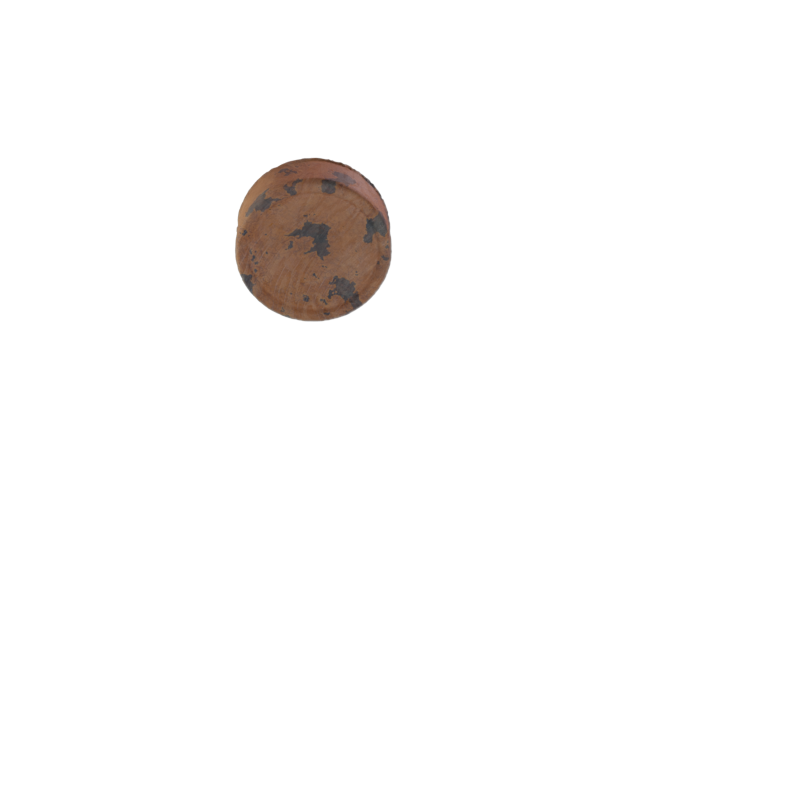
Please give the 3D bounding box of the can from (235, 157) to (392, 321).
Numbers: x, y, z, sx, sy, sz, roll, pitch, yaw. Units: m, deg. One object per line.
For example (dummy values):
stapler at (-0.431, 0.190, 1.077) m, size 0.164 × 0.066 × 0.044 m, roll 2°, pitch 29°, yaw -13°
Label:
can at (-0.047, -0.086, 0.605) m, size 0.086 × 0.081 × 0.035 m, roll 1°, pitch 27°, yaw -1°
